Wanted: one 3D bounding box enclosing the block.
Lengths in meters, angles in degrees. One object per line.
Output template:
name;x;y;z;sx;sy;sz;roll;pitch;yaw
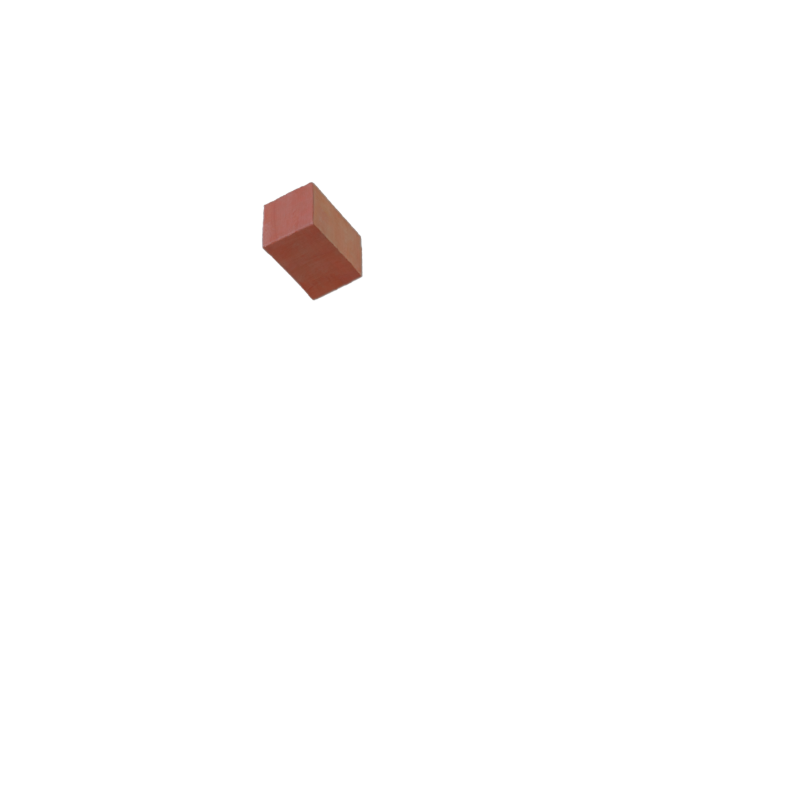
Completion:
block;-0.073;-0.133;0.931;0.053;0.055;0.072;-24;-47;22
